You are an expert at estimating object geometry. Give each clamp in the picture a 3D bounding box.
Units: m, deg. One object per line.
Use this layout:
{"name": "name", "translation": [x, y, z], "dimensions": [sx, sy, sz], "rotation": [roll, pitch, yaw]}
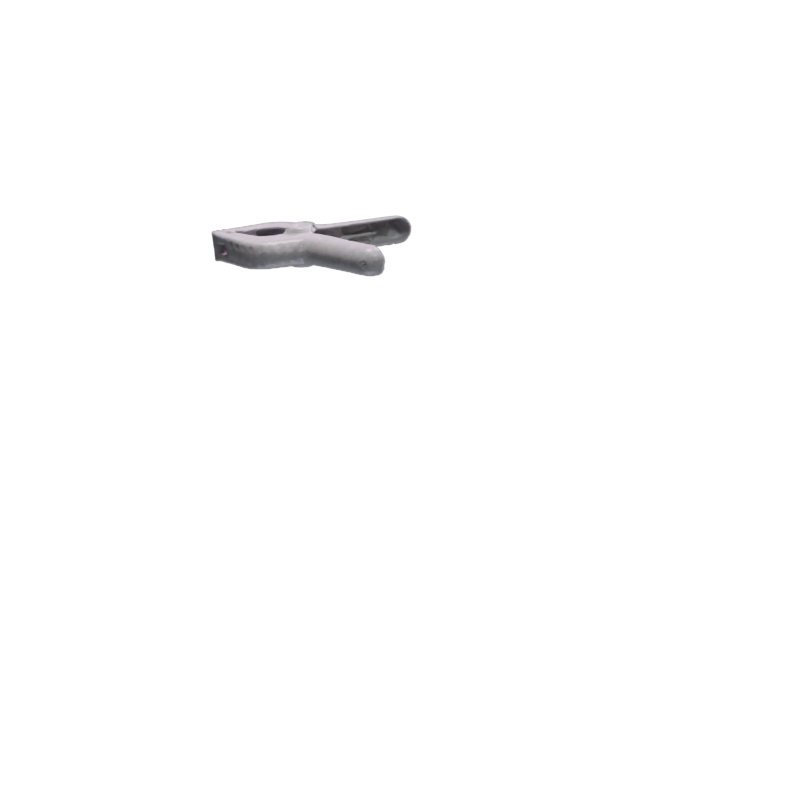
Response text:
{"name": "clamp", "translation": [-0.075, -0.136, 0.956], "dimensions": [0.177, 0.038, 0.120], "rotation": [8, 19, 22]}
